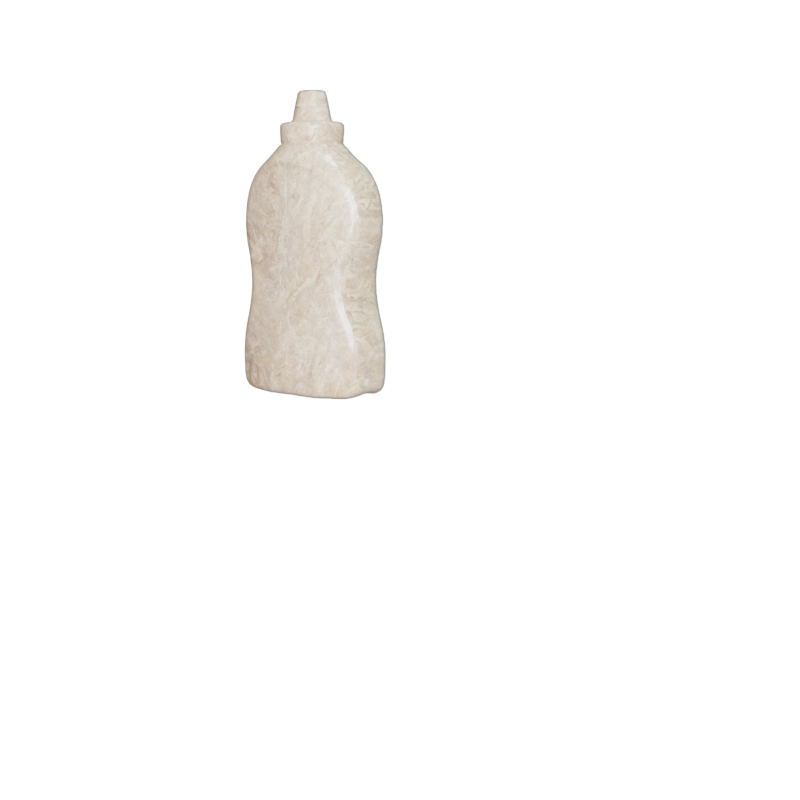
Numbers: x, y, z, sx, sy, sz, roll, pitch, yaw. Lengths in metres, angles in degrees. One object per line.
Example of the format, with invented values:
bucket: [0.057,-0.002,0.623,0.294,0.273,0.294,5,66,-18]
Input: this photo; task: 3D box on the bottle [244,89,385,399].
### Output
bottle: [-0.056,-0.101,0.708,0.100,0.191,0.056,3,3,39]
